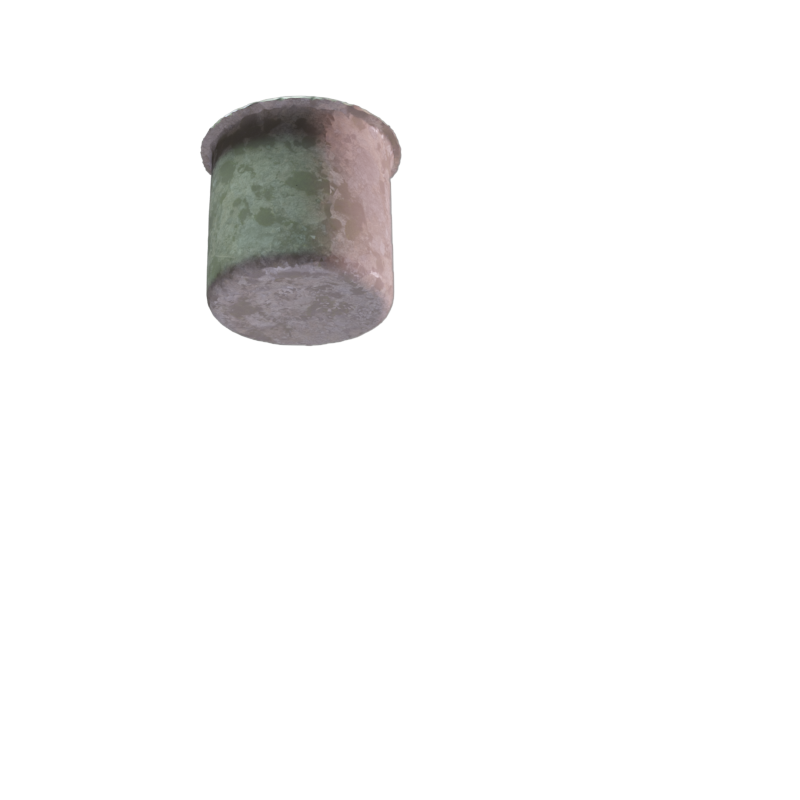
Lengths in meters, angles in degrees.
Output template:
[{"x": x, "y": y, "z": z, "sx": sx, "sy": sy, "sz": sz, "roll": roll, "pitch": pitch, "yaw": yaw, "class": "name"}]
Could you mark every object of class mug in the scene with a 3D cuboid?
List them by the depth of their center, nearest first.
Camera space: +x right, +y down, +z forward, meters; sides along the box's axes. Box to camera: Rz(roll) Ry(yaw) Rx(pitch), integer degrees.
[{"x": -0.039, "y": -0.072, "z": 0.504, "sx": 0.095, "sy": 0.086, "sz": 0.109, "roll": -12, "pitch": -27, "yaw": 23, "class": "mug"}]
